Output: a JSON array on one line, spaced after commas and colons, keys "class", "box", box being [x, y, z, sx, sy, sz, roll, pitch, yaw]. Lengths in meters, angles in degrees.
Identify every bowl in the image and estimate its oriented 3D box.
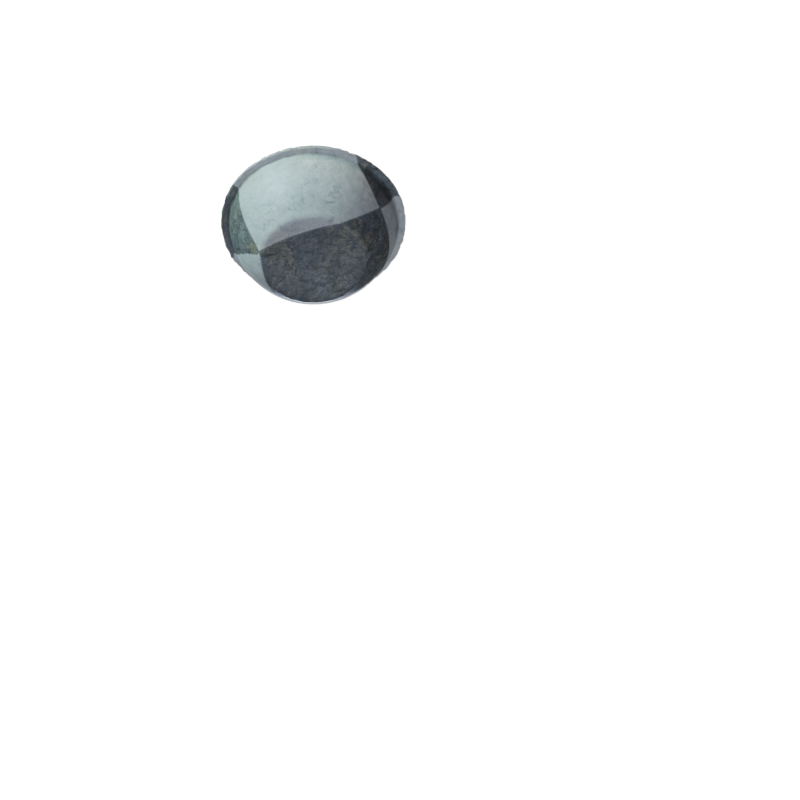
[{"class": "bowl", "box": [-0.074, -0.136, 0.949, 0.162, 0.151, 0.059, 1, 39, -1]}]
